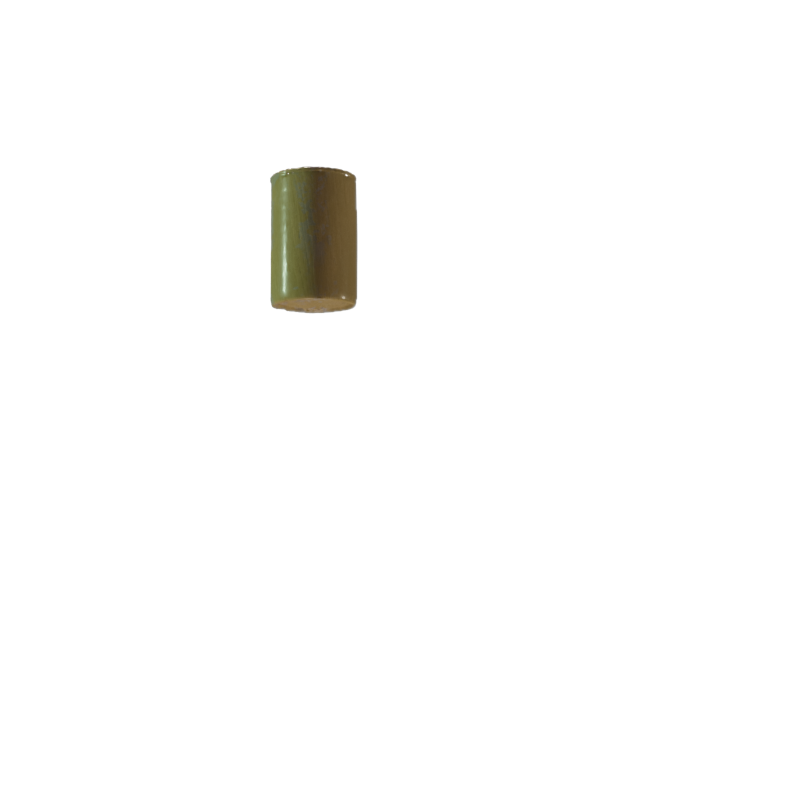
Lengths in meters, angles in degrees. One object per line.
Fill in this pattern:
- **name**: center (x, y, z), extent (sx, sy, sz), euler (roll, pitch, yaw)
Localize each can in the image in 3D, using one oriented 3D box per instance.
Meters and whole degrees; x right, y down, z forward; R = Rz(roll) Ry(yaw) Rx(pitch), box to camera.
- **can**: center (-0.067, -0.123, 0.859), extent (0.068, 0.105, 0.067), euler (0, -10, -2)
